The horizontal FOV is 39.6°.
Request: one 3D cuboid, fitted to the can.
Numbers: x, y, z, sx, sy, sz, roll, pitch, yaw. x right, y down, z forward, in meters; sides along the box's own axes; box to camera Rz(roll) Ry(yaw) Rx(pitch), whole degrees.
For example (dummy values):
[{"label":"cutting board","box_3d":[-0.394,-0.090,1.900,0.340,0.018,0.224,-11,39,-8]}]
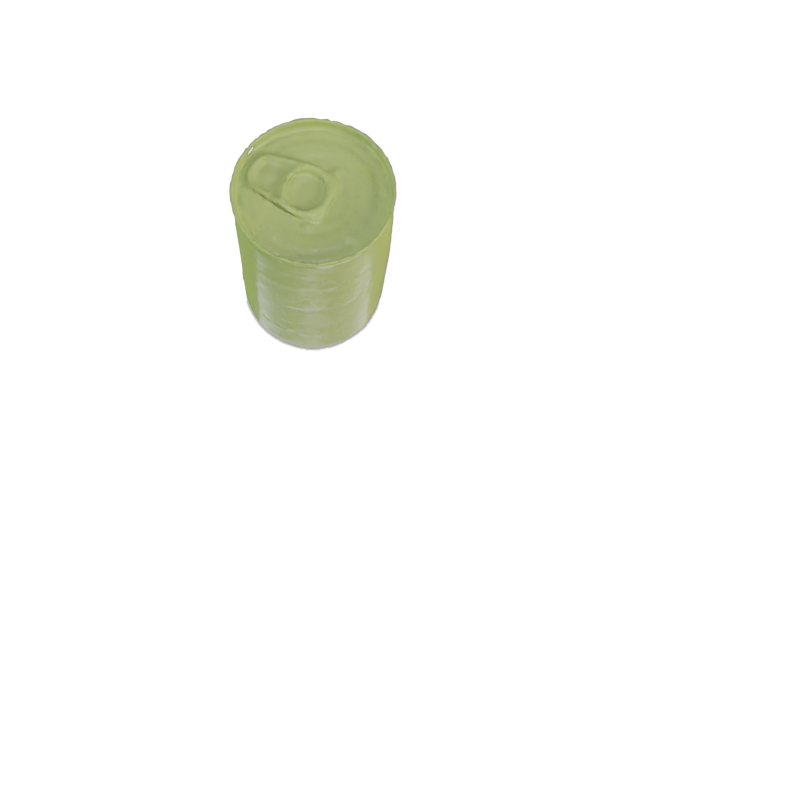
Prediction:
[{"label":"can","box_3d":[-0.039,-0.071,0.494,0.068,0.072,0.097,0,-20,-3]}]
